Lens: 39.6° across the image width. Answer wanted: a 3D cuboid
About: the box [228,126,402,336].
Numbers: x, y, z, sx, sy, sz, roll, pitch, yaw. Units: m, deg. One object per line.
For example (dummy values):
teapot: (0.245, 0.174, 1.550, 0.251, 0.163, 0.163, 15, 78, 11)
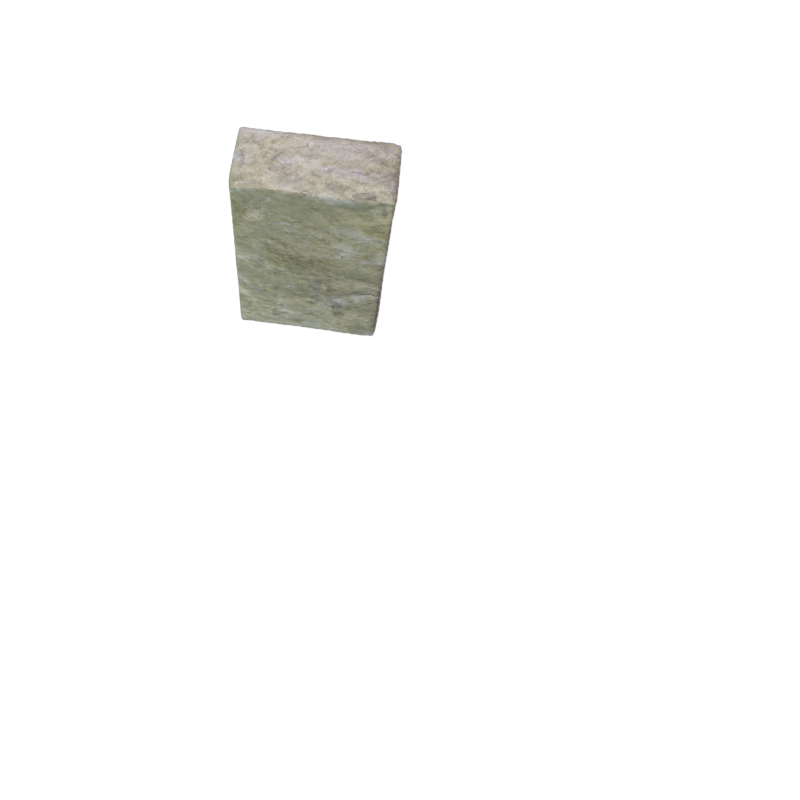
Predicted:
box: (-0.053, -0.096, 0.672, 0.093, 0.050, 0.168, 8, -20, -1)
